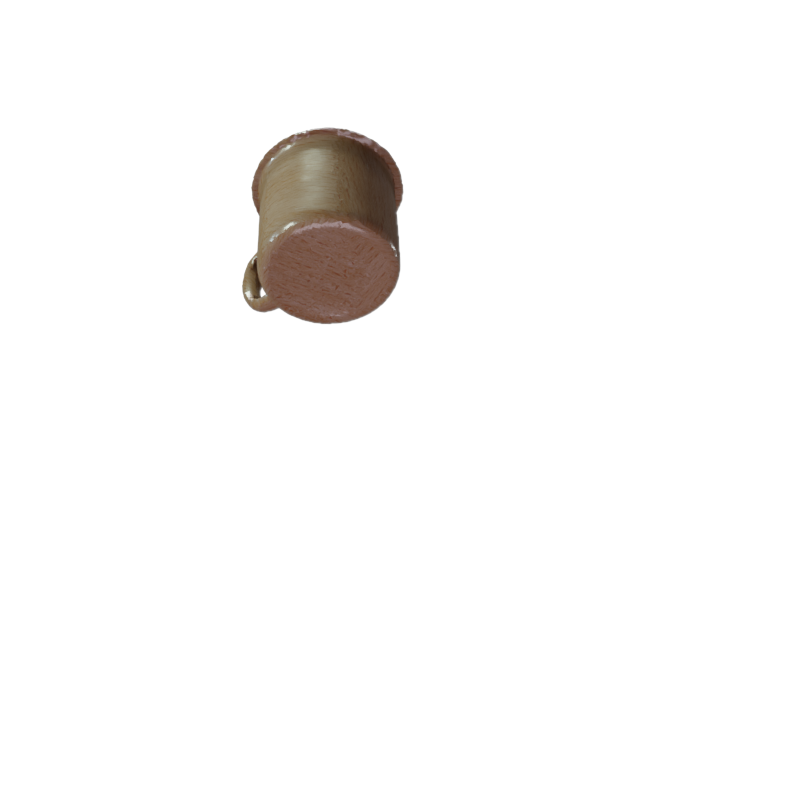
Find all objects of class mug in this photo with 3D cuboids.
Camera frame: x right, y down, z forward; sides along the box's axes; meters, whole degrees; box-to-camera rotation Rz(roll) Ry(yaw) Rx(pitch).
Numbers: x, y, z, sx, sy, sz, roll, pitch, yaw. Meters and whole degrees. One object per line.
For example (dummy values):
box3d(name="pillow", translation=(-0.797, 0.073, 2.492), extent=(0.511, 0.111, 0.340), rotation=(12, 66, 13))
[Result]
box3d(name="mug", translation=(-0.051, -0.094, 0.657), extent=(0.116, 0.087, 0.087), rotation=(-33, -55, 26))
